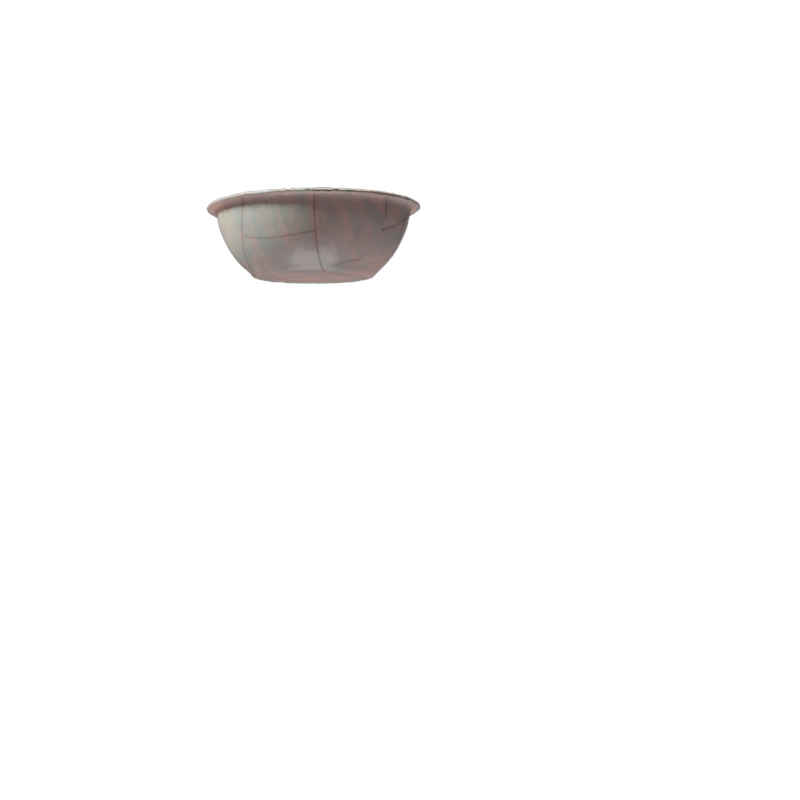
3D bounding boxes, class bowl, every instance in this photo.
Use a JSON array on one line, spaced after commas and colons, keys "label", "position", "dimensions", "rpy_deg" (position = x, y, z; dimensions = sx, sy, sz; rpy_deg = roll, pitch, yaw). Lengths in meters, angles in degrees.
[{"label": "bowl", "position": [-0.066, -0.120, 0.837], "dimensions": [0.162, 0.056, 0.161], "rpy_deg": [0, -1, -2]}]
